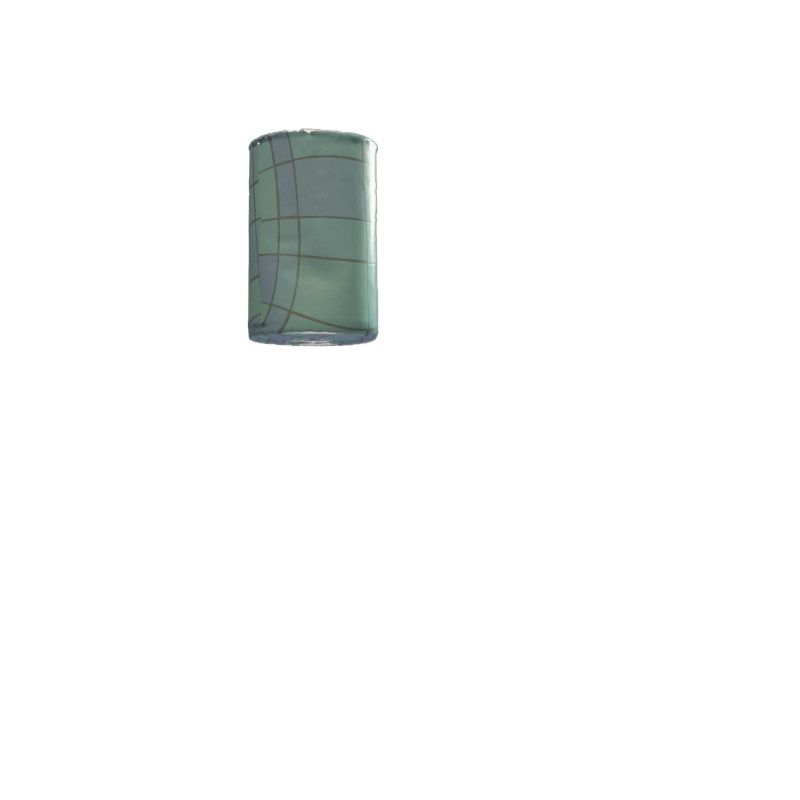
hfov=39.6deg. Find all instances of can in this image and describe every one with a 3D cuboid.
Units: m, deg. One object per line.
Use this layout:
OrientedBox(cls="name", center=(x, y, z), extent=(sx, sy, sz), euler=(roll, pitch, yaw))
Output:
OrientedBox(cls="can", center=(-0.045, -0.082, 0.571), extent=(0.068, 0.105, 0.067), euler=(0, -8, -2))
